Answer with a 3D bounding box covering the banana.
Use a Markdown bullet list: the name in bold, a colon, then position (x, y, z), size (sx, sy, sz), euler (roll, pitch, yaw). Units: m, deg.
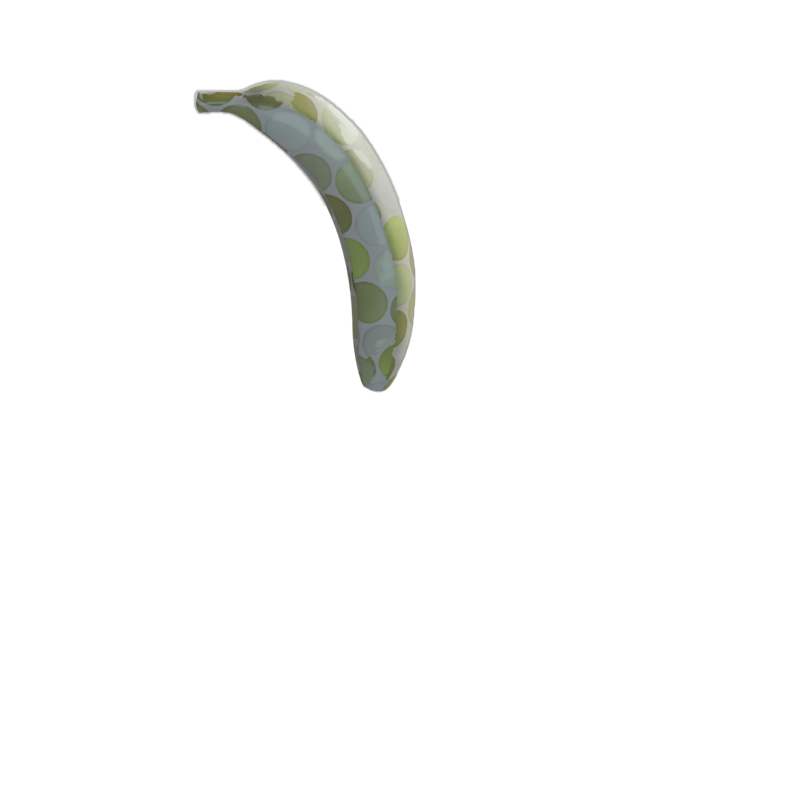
- **banana**: position (-0.033, -0.097, 0.599), size (0.069, 0.189, 0.038), euler (-28, 18, 9)
